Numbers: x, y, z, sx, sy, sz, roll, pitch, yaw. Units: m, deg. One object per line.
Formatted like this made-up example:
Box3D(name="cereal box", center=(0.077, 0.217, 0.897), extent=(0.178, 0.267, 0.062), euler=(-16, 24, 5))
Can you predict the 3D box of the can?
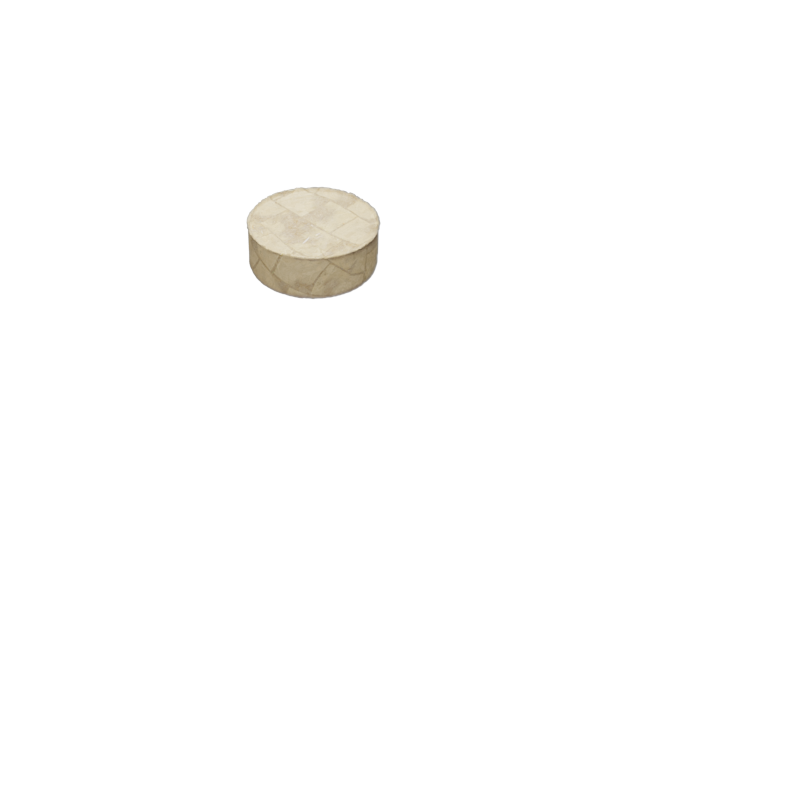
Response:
Box3D(name="can", center=(-0.056, -0.103, 0.720), extent=(0.086, 0.031, 0.092), euler=(-1, 38, -2))
